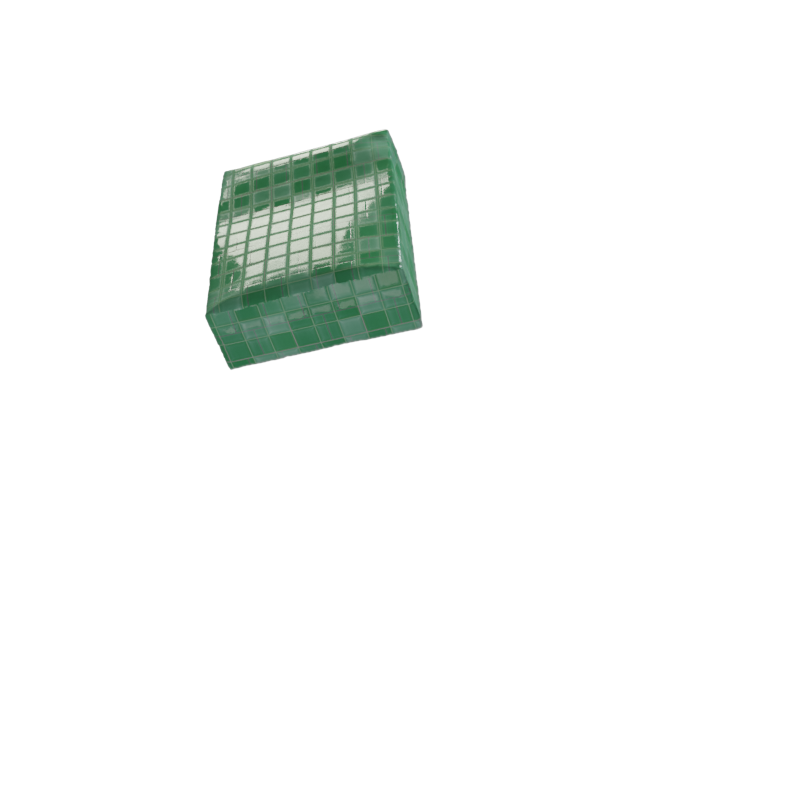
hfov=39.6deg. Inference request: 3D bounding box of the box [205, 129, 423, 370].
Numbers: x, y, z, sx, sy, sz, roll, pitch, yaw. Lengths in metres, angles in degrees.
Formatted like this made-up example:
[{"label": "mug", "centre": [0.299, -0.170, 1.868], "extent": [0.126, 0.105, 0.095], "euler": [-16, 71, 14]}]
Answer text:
[{"label": "box", "centre": [-0.075, -0.136, 0.953], "extent": [0.165, 0.066, 0.229], "euler": [-13, 41, 8]}]
